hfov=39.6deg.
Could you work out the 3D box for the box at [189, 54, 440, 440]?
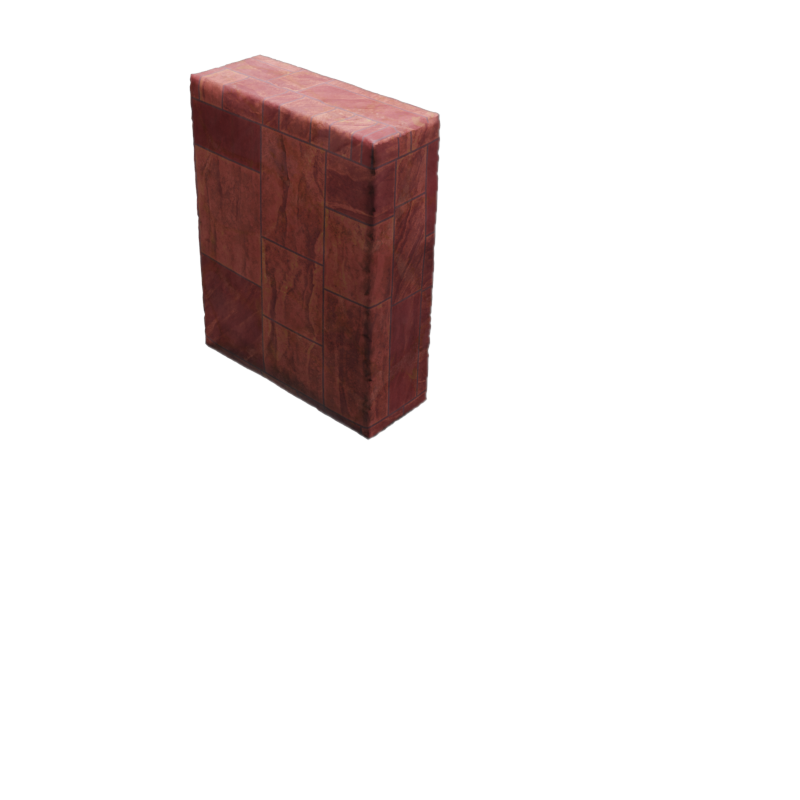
[{"bbox_3d":[-0.058,-0.105,0.738,0.175,0.201,0.072,28,39,35],"label":"box"}]
